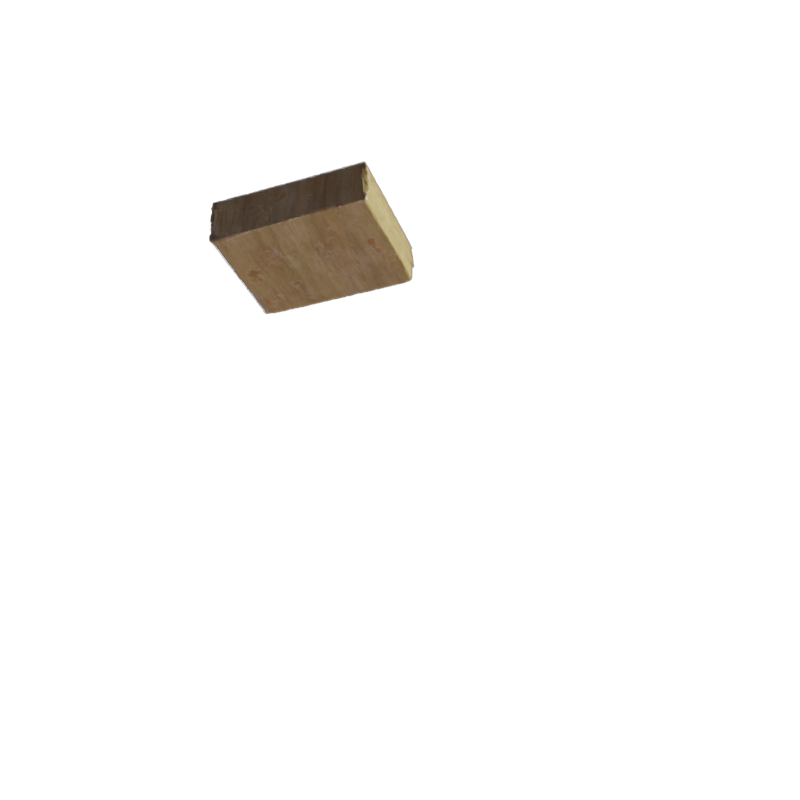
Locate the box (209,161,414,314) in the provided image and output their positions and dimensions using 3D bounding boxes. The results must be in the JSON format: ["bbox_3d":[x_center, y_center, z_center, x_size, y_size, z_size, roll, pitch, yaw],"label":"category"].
[{"bbox_3d":[-0.058,-0.106,0.741,0.115,0.042,0.083,-13,-39,16],"label":"box"}]
